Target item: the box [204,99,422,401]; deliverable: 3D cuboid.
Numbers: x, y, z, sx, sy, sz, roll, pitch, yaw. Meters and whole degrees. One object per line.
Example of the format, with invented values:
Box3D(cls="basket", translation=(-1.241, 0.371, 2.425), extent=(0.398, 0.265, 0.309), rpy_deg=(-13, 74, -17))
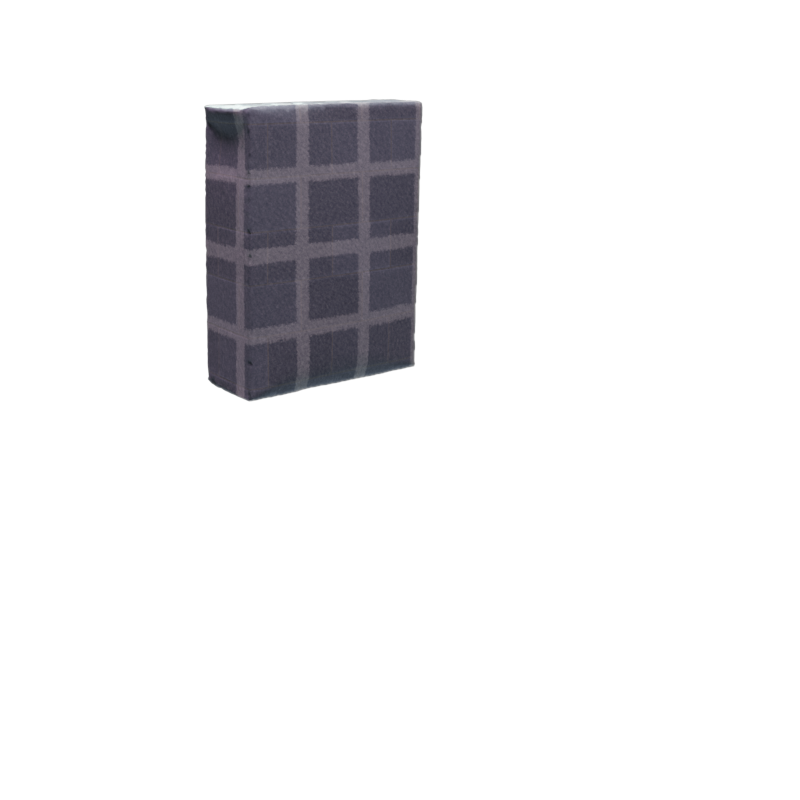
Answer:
Box3D(cls="box", translation=(-0.067, -0.121, 0.850), extent=(0.160, 0.209, 0.076), rpy_deg=(-9, 14, -38))
